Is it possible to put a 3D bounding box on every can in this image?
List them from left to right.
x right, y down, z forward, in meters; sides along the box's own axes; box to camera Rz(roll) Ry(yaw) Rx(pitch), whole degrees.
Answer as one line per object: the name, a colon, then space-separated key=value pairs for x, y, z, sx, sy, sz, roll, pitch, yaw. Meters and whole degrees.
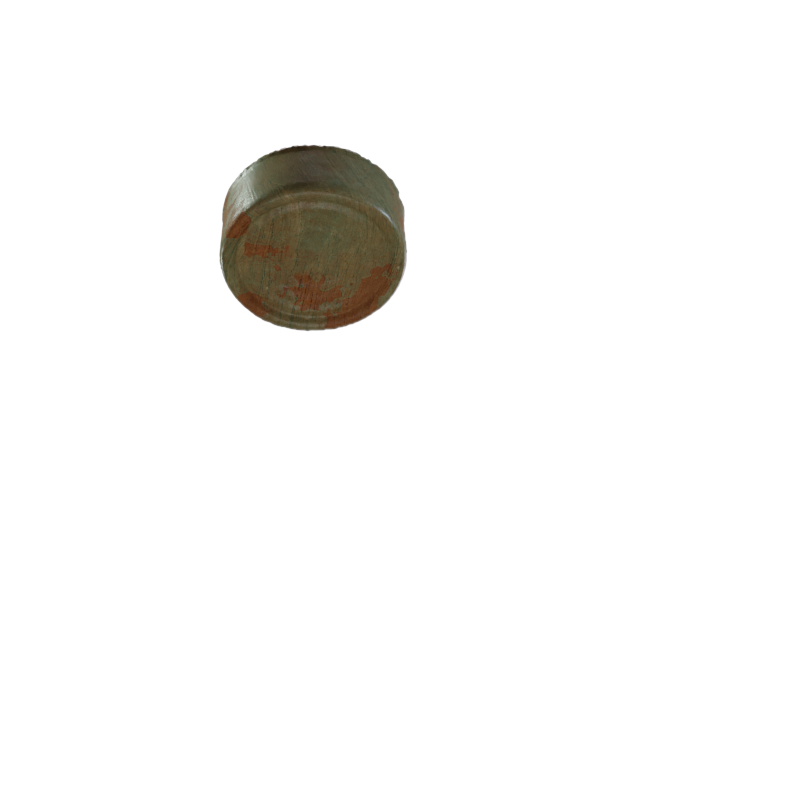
can: x=-0.040 y=-0.073 z=0.508 sx=0.086 sy=0.080 sz=0.036 roll=1 pitch=42 yaw=-1
